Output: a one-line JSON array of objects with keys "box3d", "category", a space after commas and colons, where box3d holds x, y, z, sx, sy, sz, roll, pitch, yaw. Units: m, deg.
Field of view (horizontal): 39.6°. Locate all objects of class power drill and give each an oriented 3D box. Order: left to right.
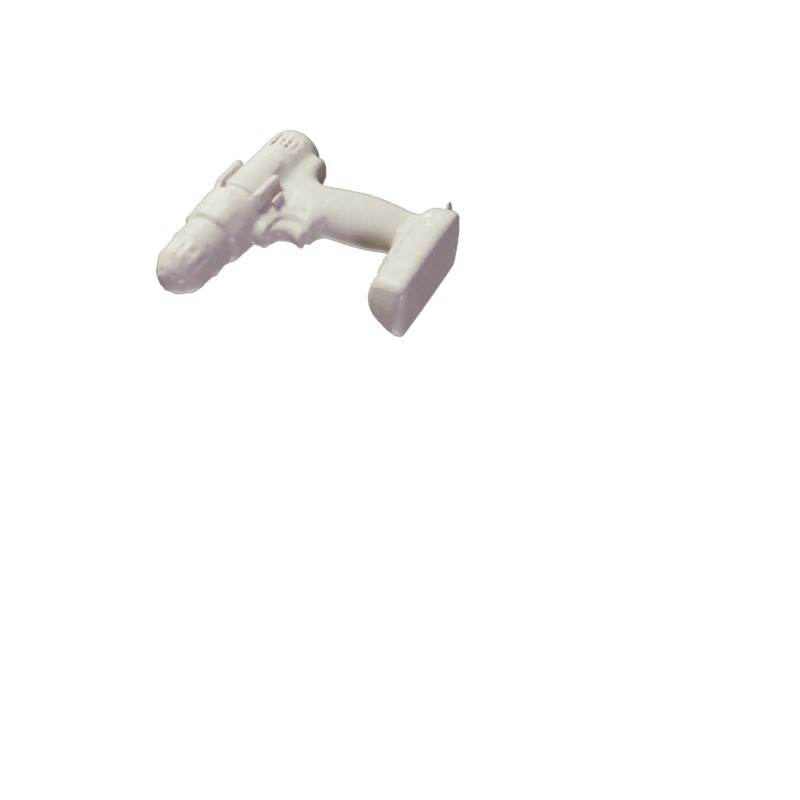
[{"box3d": [-0.065, -0.118, 0.827, 0.196, 0.190, 0.053, 24, -36, 19], "category": "power drill"}]
